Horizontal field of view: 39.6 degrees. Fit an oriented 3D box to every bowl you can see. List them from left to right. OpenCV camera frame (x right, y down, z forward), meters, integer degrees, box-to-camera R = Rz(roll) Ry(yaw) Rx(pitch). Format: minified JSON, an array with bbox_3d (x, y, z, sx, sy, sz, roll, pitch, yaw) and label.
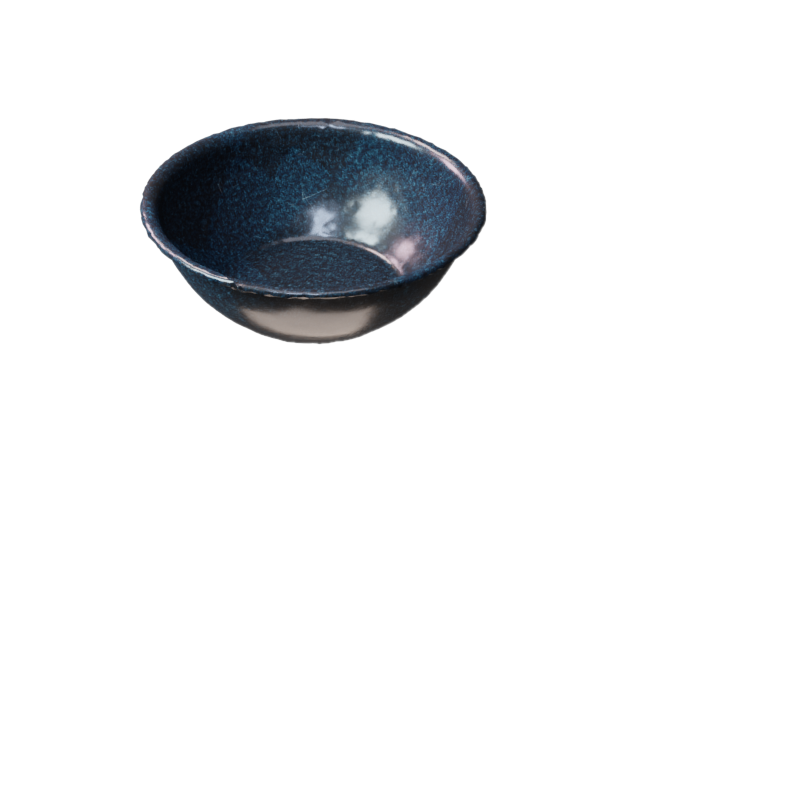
[{"bbox_3d":[-0.042,-0.076,0.533,0.162,0.051,0.173,-1,38,-2],"label":"bowl"}]
